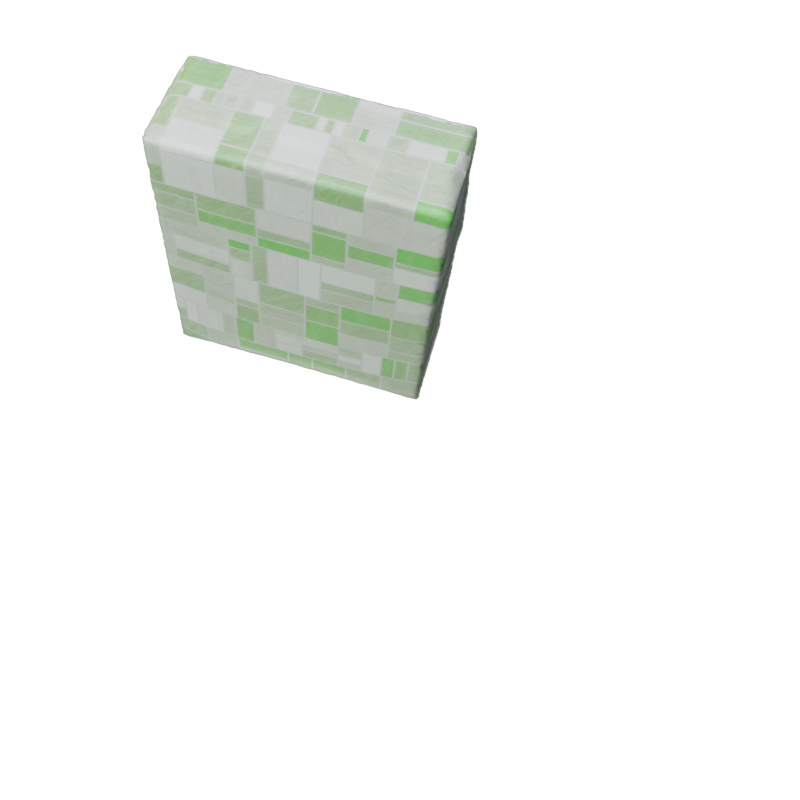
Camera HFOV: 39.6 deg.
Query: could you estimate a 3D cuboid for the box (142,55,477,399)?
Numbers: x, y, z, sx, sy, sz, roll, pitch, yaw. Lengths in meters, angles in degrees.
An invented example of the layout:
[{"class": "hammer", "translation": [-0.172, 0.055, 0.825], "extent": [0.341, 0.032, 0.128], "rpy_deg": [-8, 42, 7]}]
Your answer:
[{"class": "box", "translation": [-0.051, -0.093, 0.651], "extent": [0.167, 0.075, 0.201], "rpy_deg": [17, -27, 6]}]
